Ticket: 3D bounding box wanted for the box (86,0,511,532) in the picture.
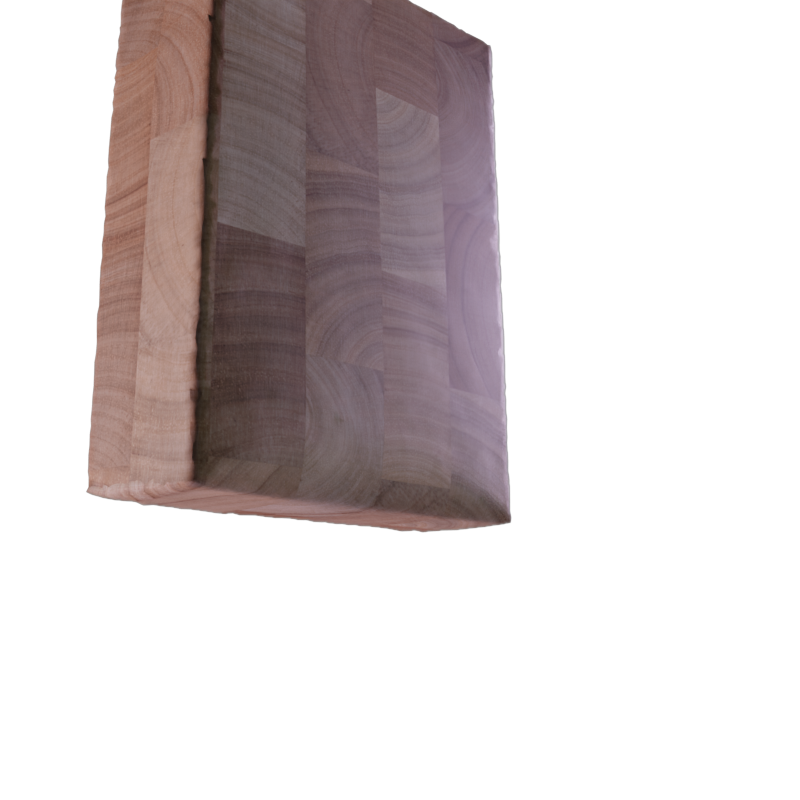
[{"bbox_3d":[-0.034,-0.063,0.439,0.073,0.223,0.155,-18,-23,42],"label":"box"}]
